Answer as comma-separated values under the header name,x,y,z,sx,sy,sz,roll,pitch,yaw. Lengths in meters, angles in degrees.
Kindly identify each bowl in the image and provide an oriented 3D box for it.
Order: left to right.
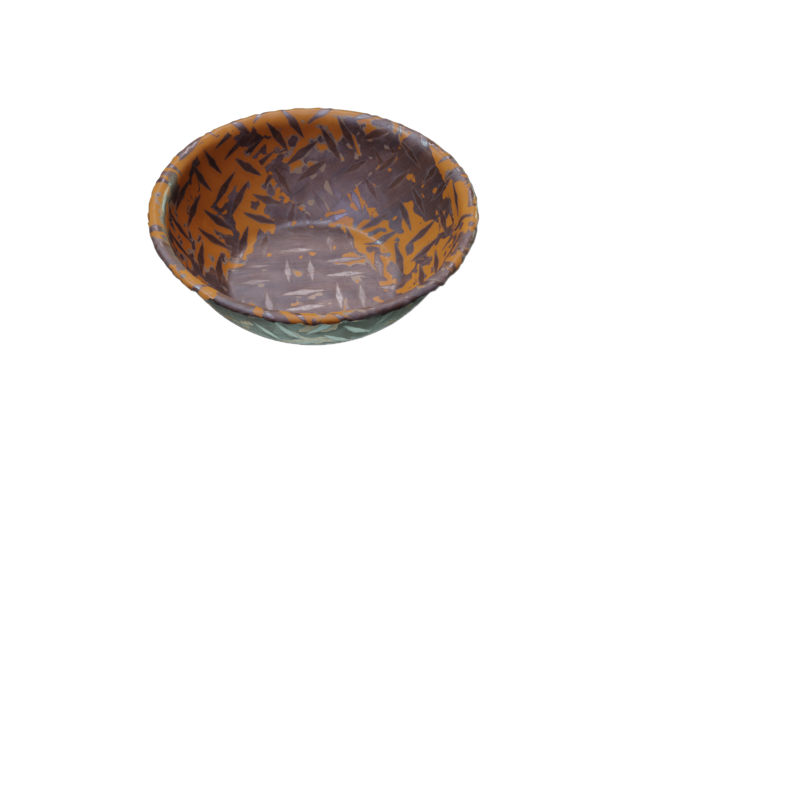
name,x,y,z,sx,sy,sz,roll,pitch,yaw
bowl,-0.044,-0.080,0.560,0.162,0.174,0.051,-1,-43,-1
